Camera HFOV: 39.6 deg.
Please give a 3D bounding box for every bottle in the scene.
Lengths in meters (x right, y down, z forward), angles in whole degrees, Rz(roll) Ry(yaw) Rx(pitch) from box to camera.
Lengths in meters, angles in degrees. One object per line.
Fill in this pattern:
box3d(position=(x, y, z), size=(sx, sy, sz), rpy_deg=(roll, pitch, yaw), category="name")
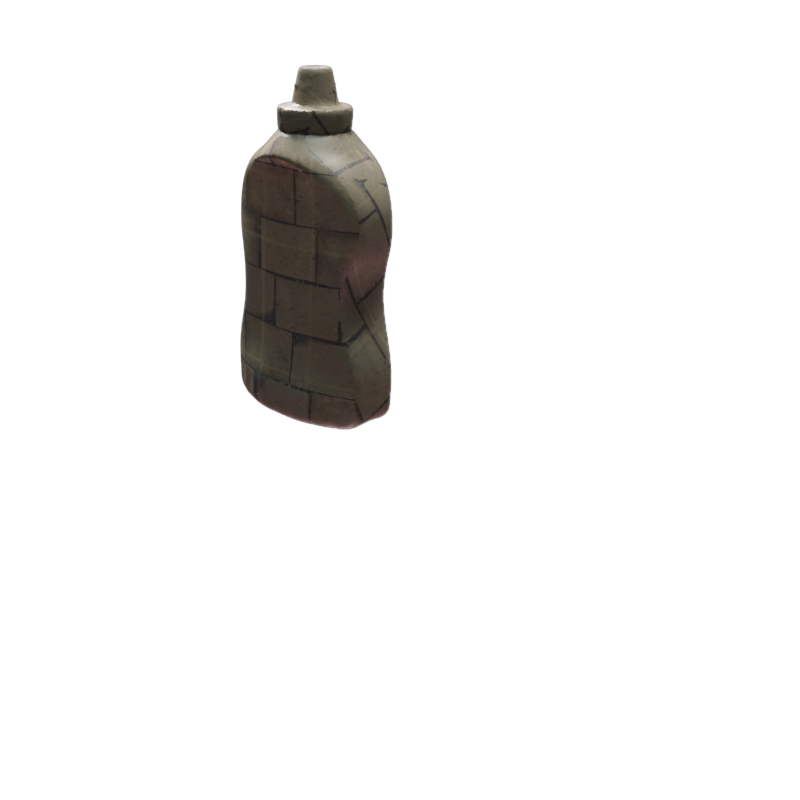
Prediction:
box3d(position=(-0.047, -0.087, 0.611), size=(0.057, 0.185, 0.102), rpy_deg=(-14, 22, -42), category="bottle")
